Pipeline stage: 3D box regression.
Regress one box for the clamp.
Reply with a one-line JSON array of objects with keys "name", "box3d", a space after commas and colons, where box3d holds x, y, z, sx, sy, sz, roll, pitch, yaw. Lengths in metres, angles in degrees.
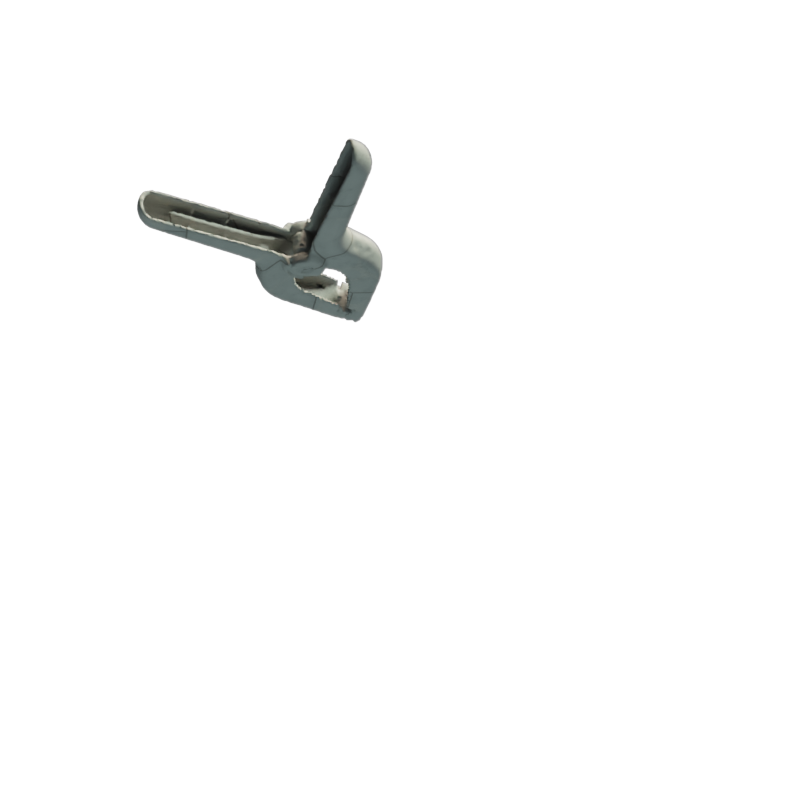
[{"name": "clamp", "box3d": [-0.062, -0.112, 0.787, 0.167, 0.039, 0.195, -12, -27, 25]}]
